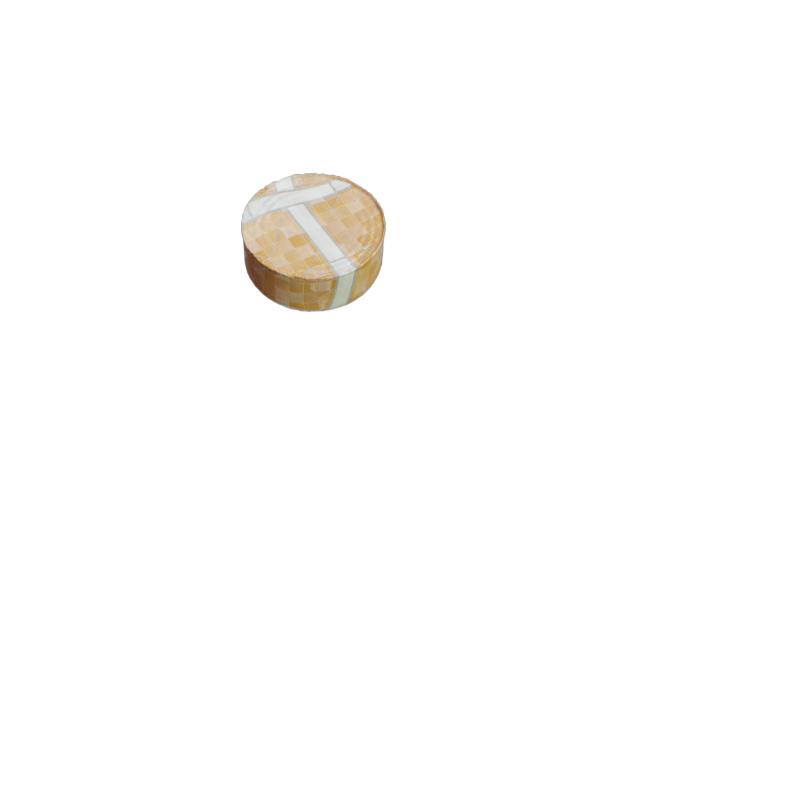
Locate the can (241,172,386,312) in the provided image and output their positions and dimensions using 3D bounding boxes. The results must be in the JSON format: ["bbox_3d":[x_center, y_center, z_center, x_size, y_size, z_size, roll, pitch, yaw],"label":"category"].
[{"bbox_3d":[-0.052,-0.095,0.666,0.086,0.092,0.031,-1,-39,-1],"label":"can"}]
